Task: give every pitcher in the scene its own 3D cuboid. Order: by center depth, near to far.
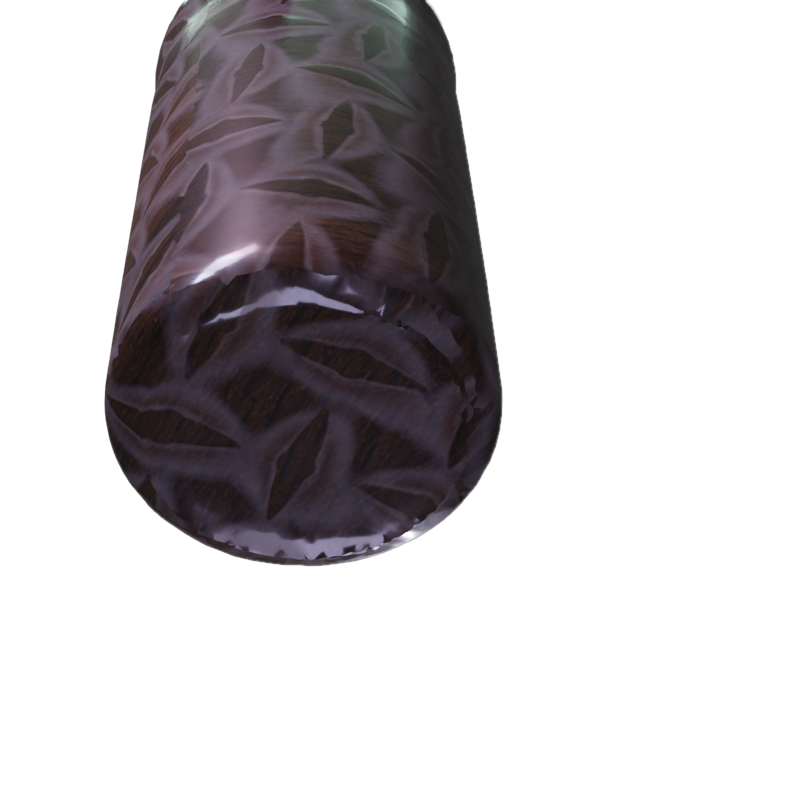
[{"bbox_3d":[-0.031,-0.057,0.400,0.143,0.141,0.260,29,29,-22],"label":"pitcher"}]
